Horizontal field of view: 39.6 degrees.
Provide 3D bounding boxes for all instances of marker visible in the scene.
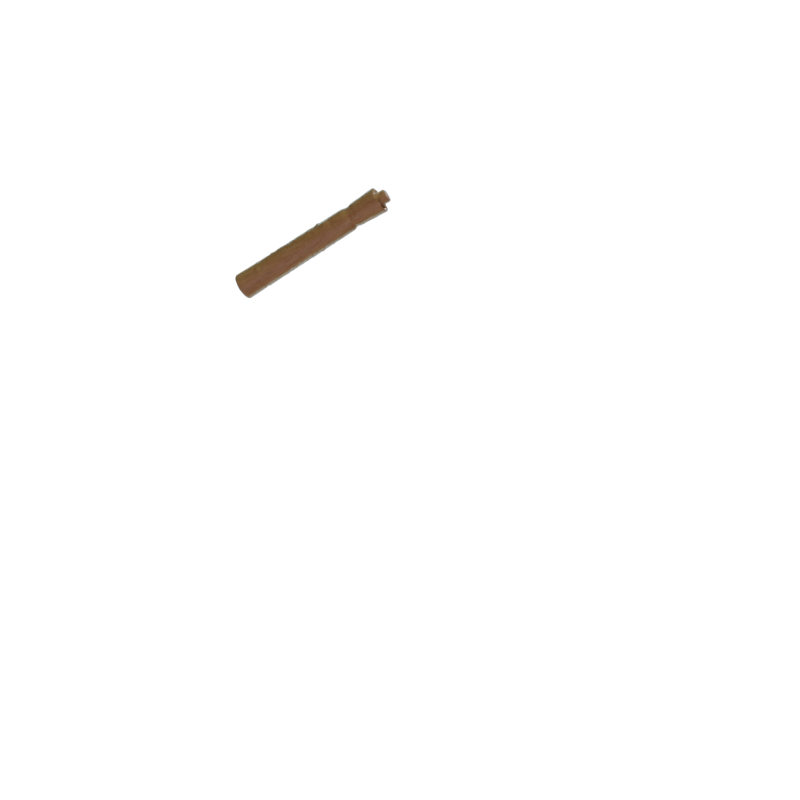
[{"bbox_3d":[-0.059,-0.108,0.755,0.121,0.020,0.019,-30,-5,15],"label":"marker"}]
